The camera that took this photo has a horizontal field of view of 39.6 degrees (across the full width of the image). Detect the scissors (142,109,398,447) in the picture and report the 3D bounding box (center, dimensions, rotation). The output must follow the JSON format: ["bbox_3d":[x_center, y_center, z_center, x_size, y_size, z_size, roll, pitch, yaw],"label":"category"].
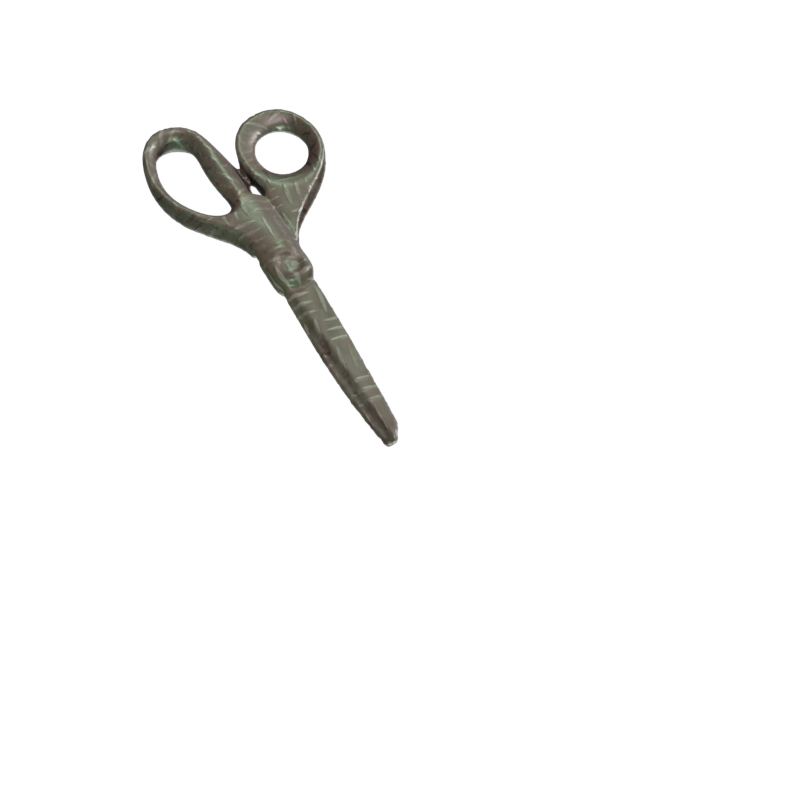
[{"bbox_3d":[-0.039,-0.072,0.504,0.097,0.015,0.215,-35,60,-24],"label":"scissors"}]
